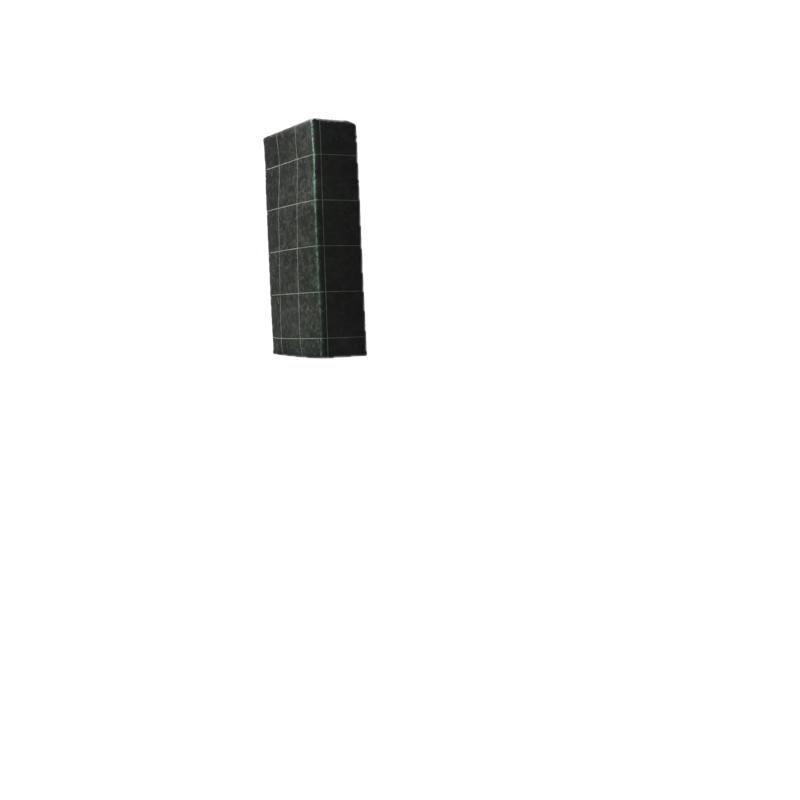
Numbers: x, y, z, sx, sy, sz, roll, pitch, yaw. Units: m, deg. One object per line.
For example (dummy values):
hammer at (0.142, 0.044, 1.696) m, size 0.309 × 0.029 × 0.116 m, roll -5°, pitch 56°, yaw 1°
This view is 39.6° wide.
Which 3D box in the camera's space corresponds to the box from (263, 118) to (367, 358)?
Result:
box at (-0.066, -0.122, 0.851) m, size 0.046 × 0.178 × 0.096 m, roll 2°, pitch -3°, yaw -29°
